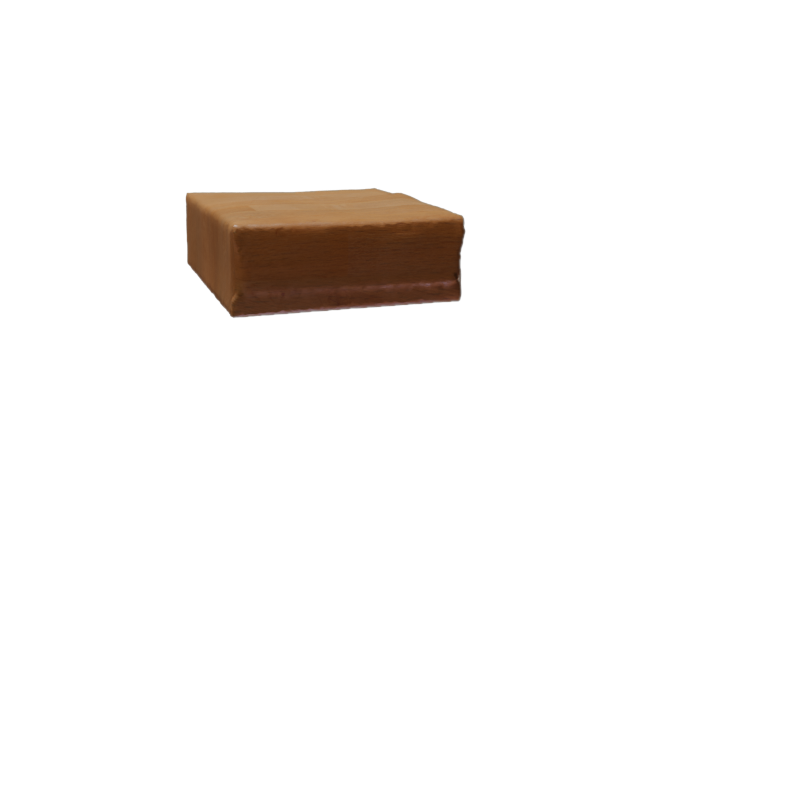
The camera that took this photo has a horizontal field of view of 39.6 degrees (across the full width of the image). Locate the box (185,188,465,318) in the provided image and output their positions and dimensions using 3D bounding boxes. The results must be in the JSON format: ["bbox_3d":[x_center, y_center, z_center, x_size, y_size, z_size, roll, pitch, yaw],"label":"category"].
[{"bbox_3d":[-0.029,-0.052,0.368,0.072,0.029,0.094,-5,16,-17],"label":"box"}]
